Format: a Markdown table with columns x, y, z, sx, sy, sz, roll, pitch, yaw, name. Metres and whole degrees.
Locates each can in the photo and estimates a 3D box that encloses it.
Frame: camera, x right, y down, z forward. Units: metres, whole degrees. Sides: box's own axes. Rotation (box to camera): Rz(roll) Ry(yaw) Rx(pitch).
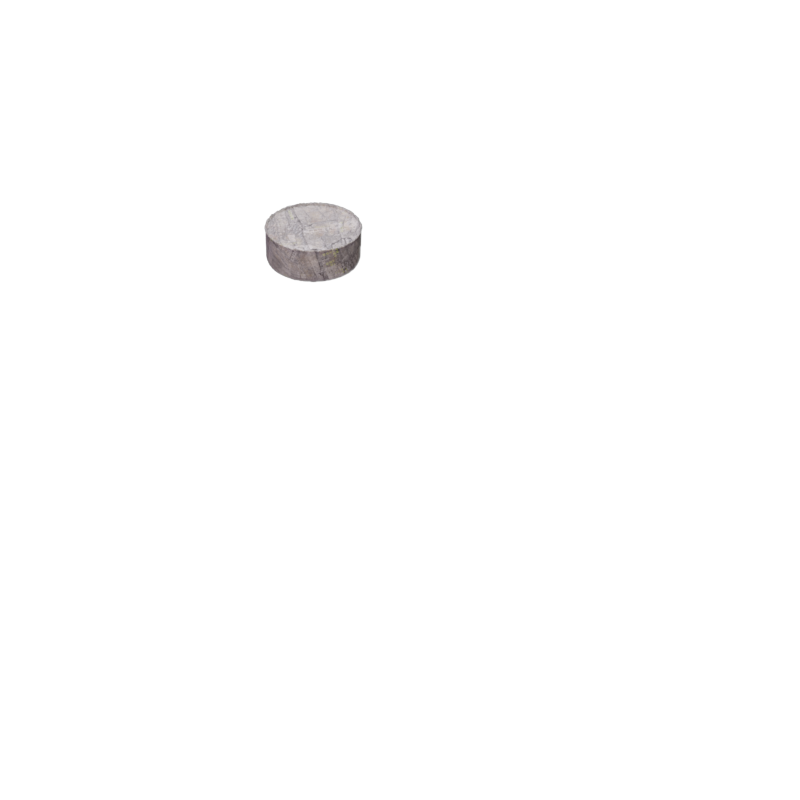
| x | y | z | sx | sy | sz | roll | pitch | yaw | name |
| --- | --- | --- | --- | --- | --- | --- | --- | --- | --- |
| -0.077 | -0.140 | 0.983 | 0.086 | 0.031 | 0.092 | -1 | 36 | -2 | can |
